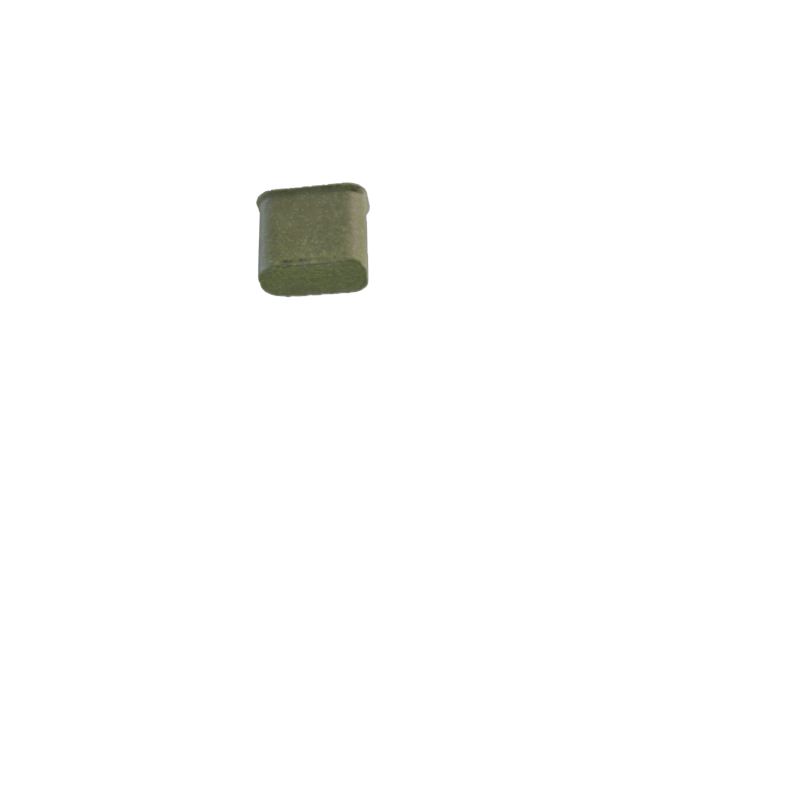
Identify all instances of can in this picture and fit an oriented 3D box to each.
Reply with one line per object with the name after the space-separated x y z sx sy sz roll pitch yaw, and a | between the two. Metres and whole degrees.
-0.078 -0.142 0.992 0.103 0.089 0.053 -5 -30 6 | can
